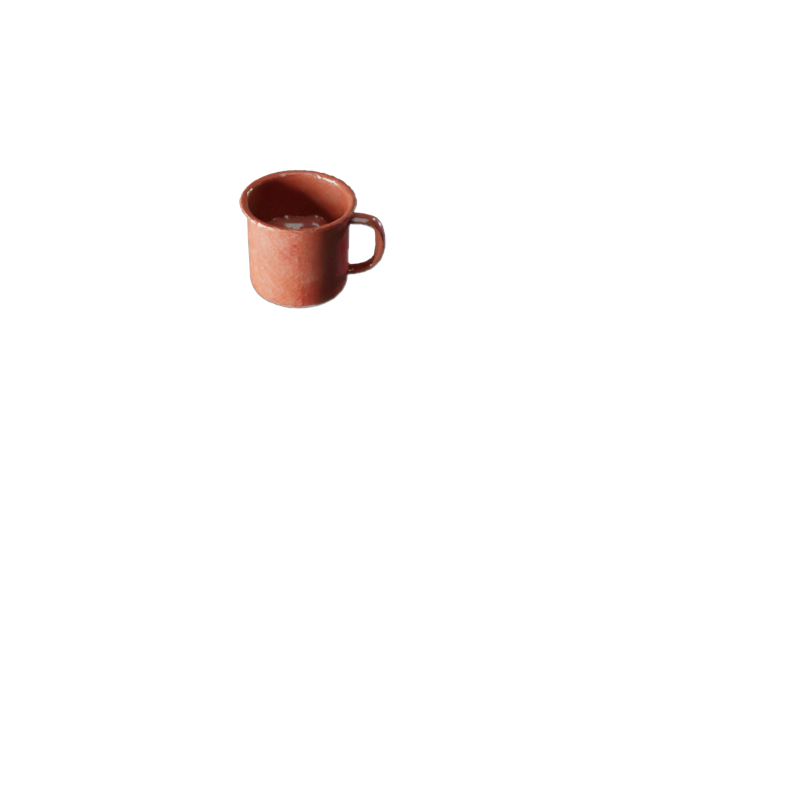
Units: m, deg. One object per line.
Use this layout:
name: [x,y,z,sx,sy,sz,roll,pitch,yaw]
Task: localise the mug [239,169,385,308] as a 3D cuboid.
mug: [-0.070,-0.128,0.899,0.117,0.076,0.100,1,38,0]
